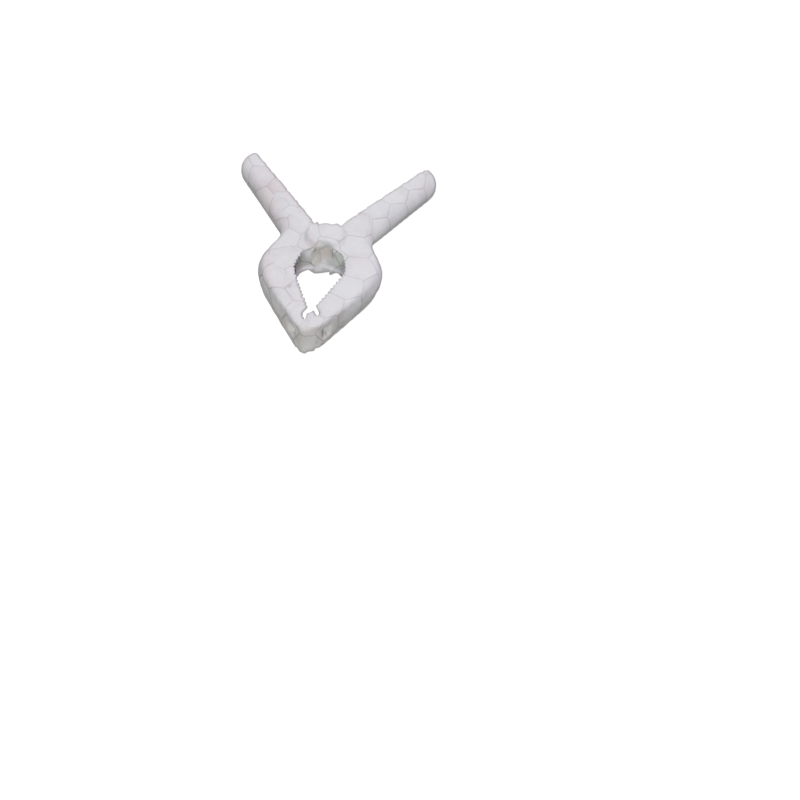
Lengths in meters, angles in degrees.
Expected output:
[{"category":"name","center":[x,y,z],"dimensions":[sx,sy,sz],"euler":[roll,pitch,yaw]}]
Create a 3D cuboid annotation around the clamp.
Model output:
[{"category":"clamp","center":[-0.069,-0.125,0.878],"dimensions":[0.167,0.222,0.034],"euler":[9,-43,8]}]
